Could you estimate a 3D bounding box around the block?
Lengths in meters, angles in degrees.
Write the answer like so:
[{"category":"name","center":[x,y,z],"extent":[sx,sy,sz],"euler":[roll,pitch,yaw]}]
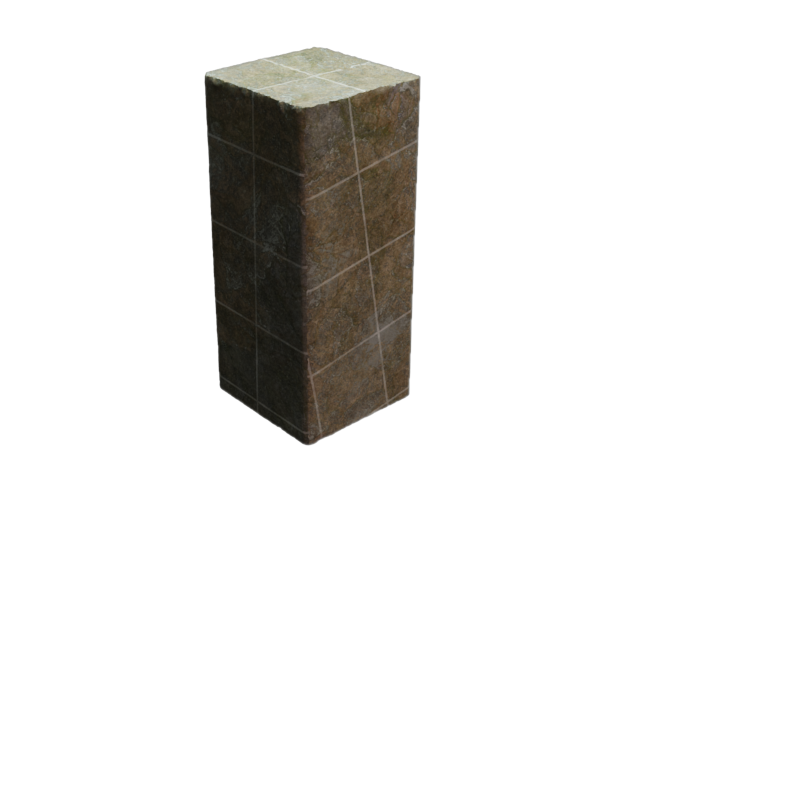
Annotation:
[{"category":"block","center":[-0.052,-0.094,0.658],"extent":[0.089,0.195,0.097],"euler":[-22,36,-38]}]
